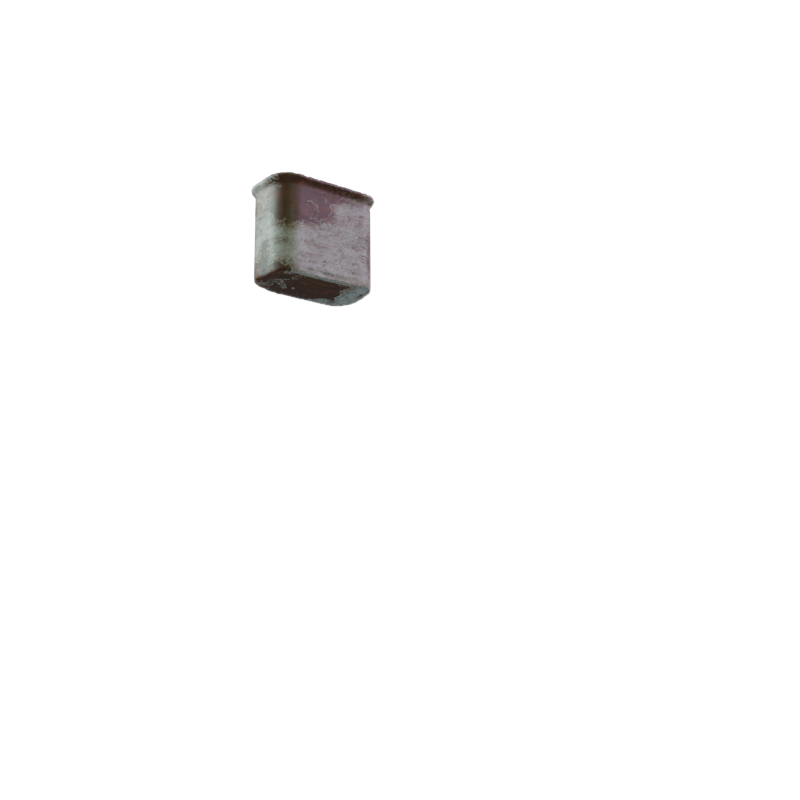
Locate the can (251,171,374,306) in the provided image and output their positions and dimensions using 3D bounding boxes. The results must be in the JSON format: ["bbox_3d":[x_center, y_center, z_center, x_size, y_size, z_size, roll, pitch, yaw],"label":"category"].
[{"bbox_3d":[-0.071,-0.129,0.905,0.097,0.088,0.058,12,-23,-34],"label":"can"}]
